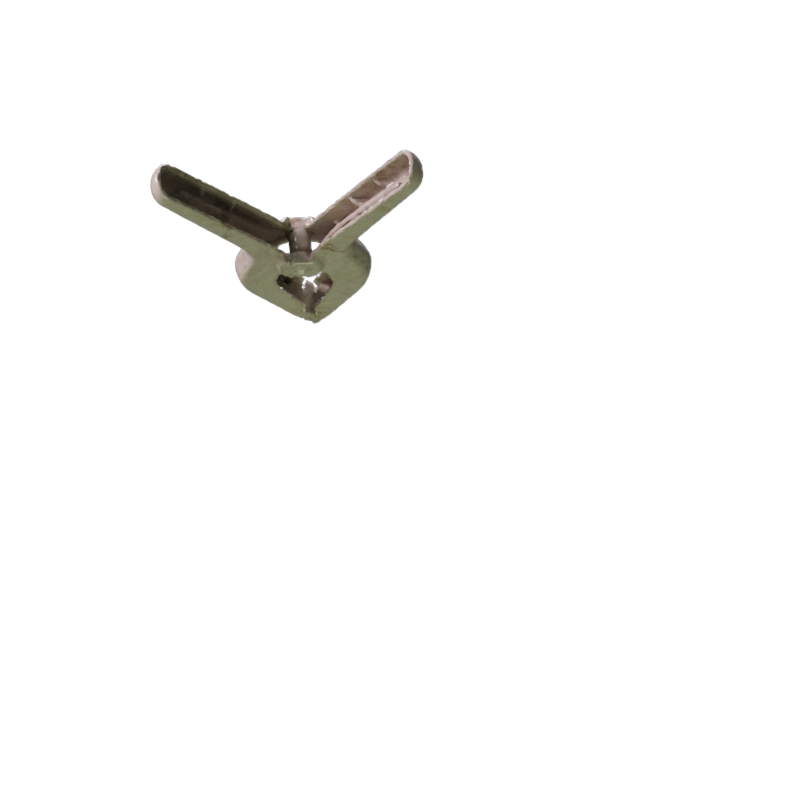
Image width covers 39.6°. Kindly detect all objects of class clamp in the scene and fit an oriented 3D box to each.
[{"bbox_3d":[-0.058,-0.106,0.743,0.166,0.038,0.197,-3,-21,9],"label":"clamp"}]
